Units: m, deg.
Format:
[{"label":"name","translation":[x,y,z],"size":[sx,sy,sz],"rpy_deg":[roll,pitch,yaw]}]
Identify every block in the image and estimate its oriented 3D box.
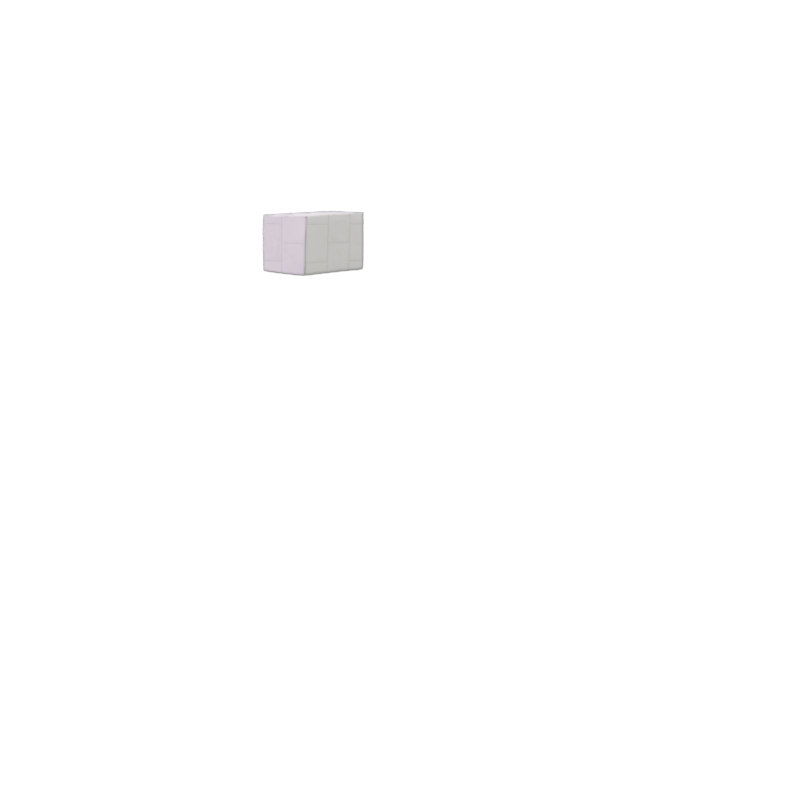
[{"label":"block","translation":[-0.076,-0.138,0.967],"size":[0.055,0.050,0.076],"rpy_deg":[7,12,39]}]
